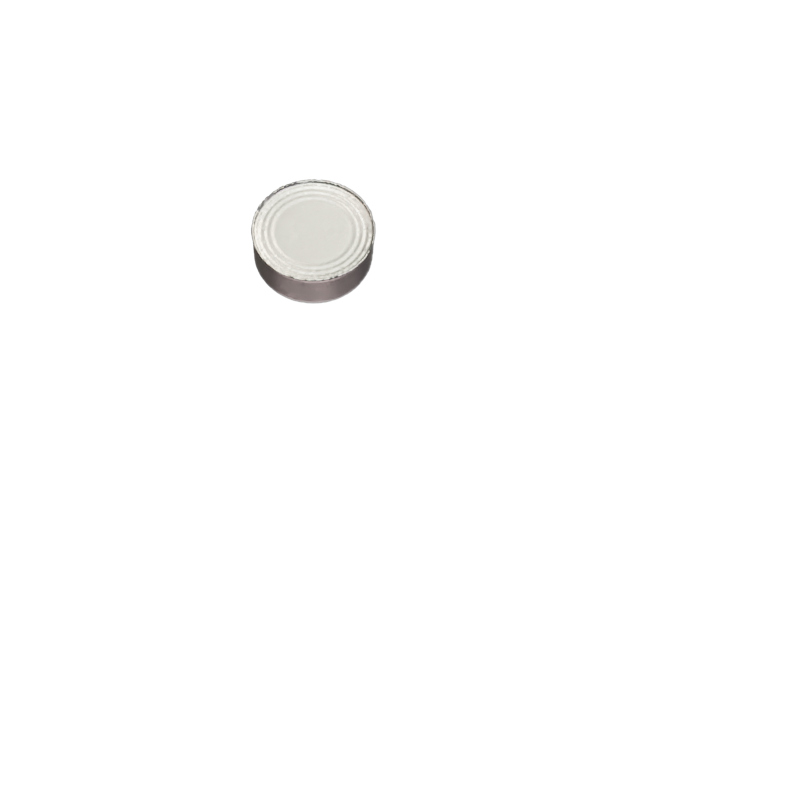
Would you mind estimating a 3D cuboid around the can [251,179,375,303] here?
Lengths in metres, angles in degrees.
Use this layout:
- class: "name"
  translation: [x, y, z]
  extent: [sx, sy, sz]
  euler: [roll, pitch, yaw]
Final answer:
- class: "can"
  translation: [-0.061, -0.111, 0.776]
  extent: [0.086, 0.092, 0.031]
  euler: [-1, -32, -1]
